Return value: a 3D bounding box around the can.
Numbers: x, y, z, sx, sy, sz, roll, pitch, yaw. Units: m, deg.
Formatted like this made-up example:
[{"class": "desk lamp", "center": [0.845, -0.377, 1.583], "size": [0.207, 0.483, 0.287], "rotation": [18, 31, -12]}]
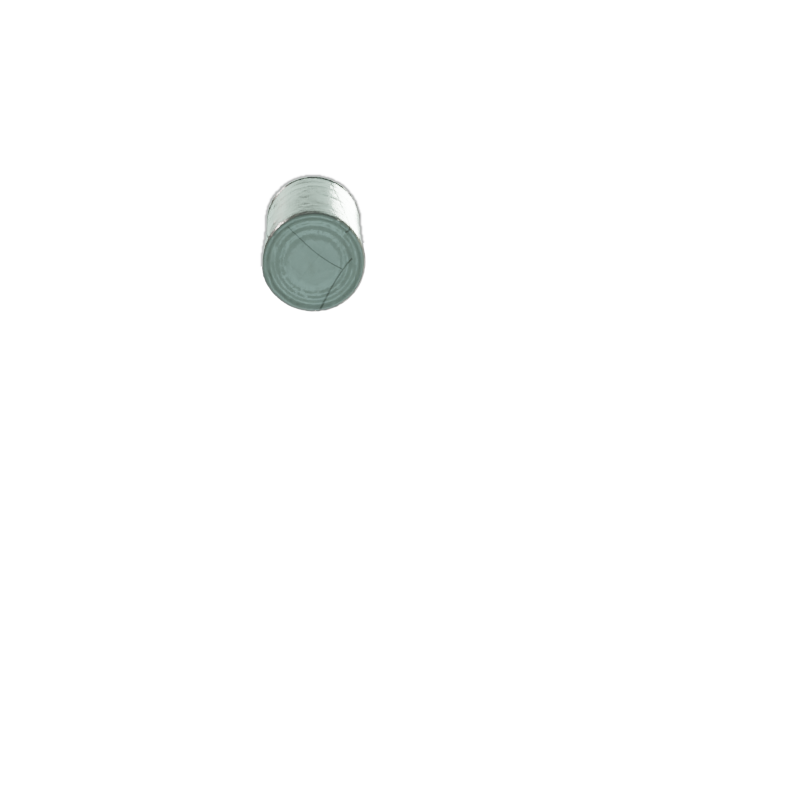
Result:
[{"class": "can", "center": [-0.059, -0.107, 0.751], "size": [0.068, 0.066, 0.107], "rotation": [0, 22, -3]}]
